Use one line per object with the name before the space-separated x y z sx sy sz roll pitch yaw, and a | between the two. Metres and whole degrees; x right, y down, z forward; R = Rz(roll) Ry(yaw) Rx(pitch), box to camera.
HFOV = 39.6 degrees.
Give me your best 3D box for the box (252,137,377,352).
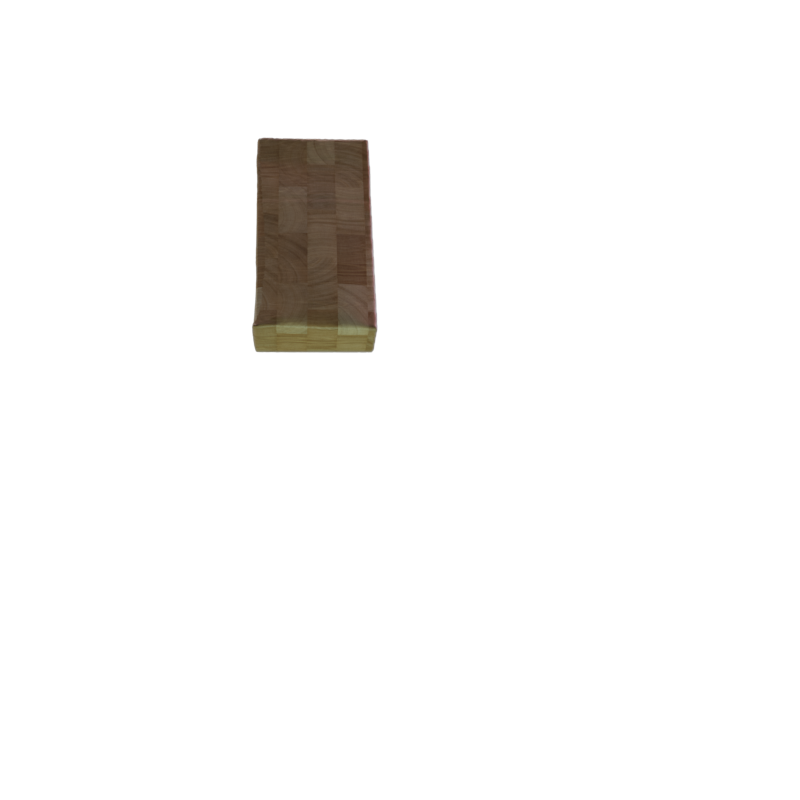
box | -0.068 -0.124 0.871 0.093 0.188 0.045 0 -32 -3
